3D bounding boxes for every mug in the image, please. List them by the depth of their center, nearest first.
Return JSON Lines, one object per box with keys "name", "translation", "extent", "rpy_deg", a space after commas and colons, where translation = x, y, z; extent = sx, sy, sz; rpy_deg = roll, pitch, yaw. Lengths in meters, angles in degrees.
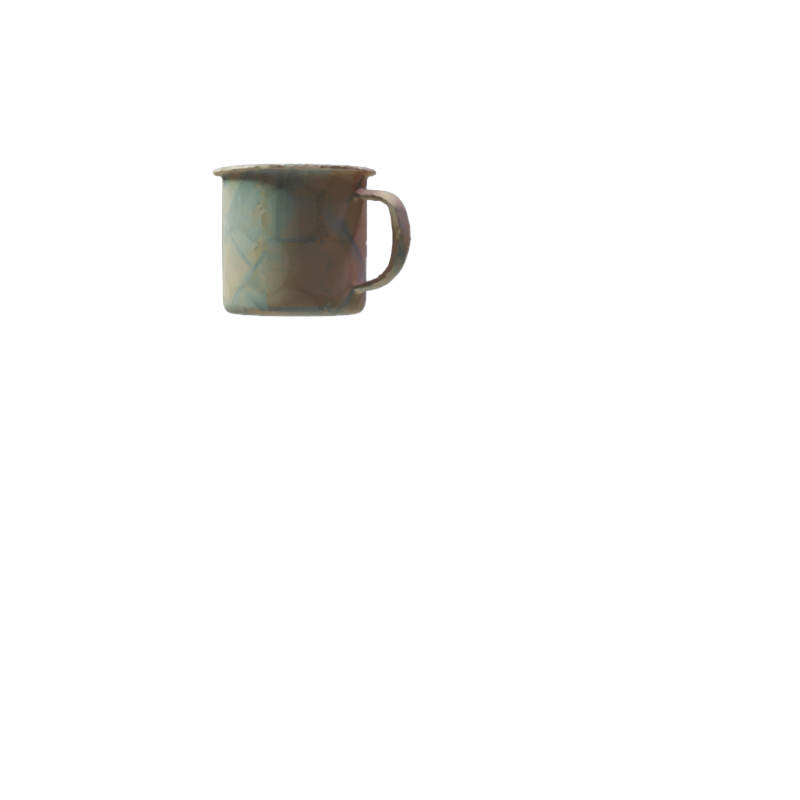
{"name": "mug", "translation": [-0.049, -0.089, 0.623], "extent": [0.121, 0.081, 0.091], "rpy_deg": [2, 4, 24]}
